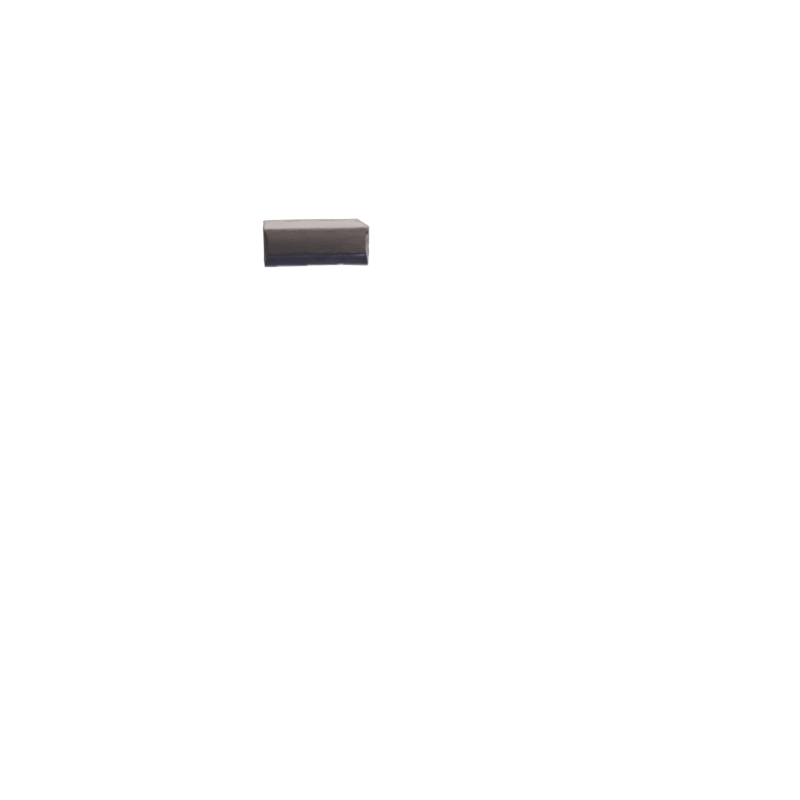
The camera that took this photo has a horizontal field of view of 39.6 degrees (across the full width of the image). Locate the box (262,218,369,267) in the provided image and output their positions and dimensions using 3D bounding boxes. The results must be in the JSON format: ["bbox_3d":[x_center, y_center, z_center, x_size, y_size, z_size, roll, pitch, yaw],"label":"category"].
[{"bbox_3d":[-0.077,-0.140,0.981,0.089,0.038,0.116,-1,10,-6],"label":"box"}]
